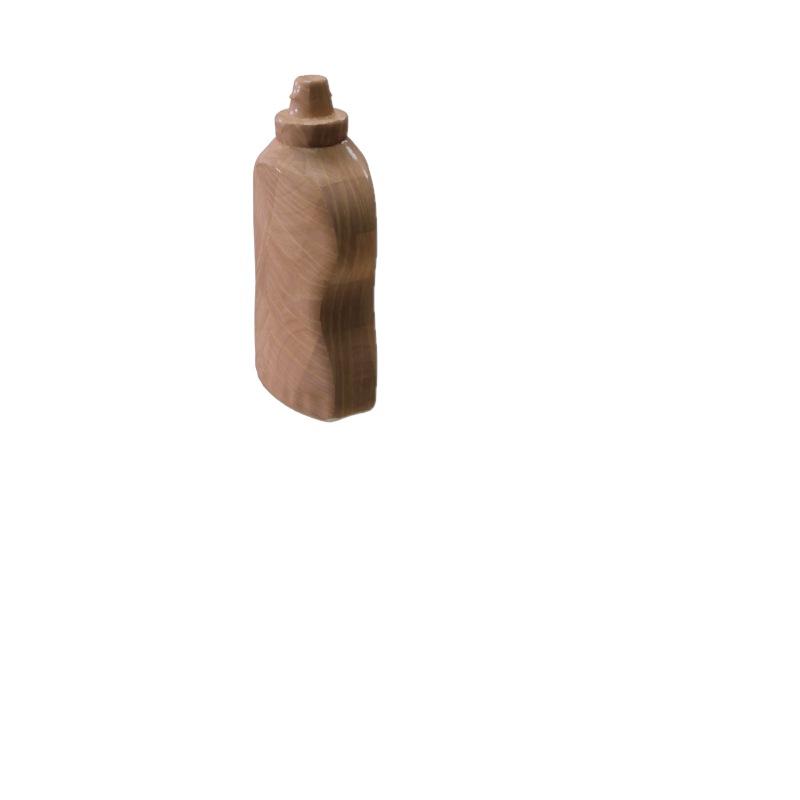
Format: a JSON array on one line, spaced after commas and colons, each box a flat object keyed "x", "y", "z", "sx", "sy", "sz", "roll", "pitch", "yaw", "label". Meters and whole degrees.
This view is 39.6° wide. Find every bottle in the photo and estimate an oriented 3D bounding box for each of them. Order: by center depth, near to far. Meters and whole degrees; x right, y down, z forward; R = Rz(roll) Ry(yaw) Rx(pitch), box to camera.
[{"x": -0.050, "y": -0.091, "z": 0.638, "sx": 0.057, "sy": 0.182, "sz": 0.103, "roll": -11, "pitch": 26, "yaw": -29, "label": "bottle"}]
